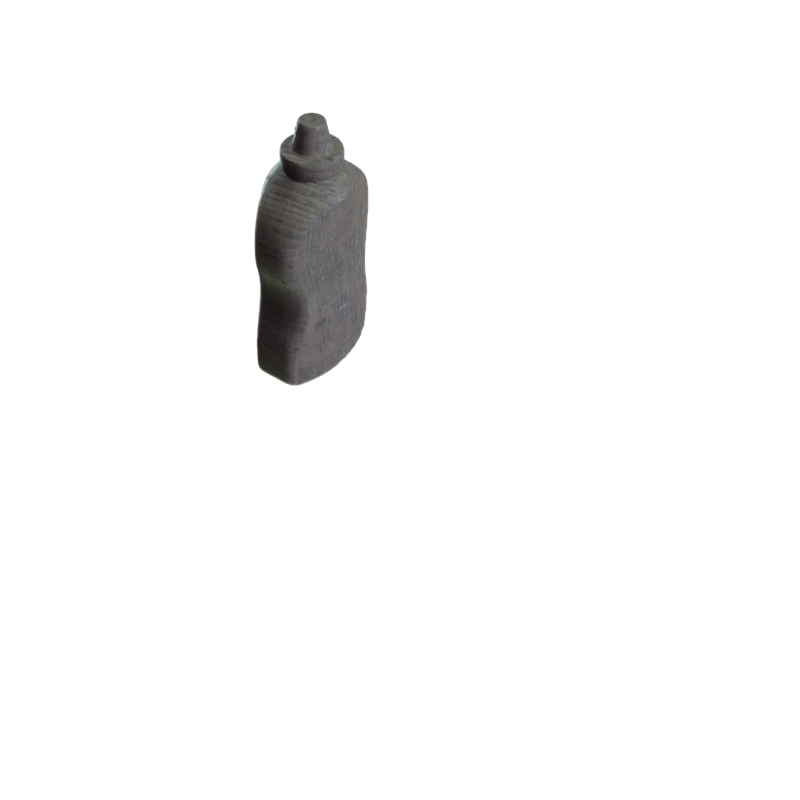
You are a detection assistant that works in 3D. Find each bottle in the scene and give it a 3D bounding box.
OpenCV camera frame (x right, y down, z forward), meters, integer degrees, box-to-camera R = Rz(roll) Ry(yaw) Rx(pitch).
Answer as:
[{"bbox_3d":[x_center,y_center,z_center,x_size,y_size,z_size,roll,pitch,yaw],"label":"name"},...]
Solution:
[{"bbox_3d":[-0.058,-0.106,0.739,0.061,0.179,0.098,27,48,23],"label":"bottle"}]
